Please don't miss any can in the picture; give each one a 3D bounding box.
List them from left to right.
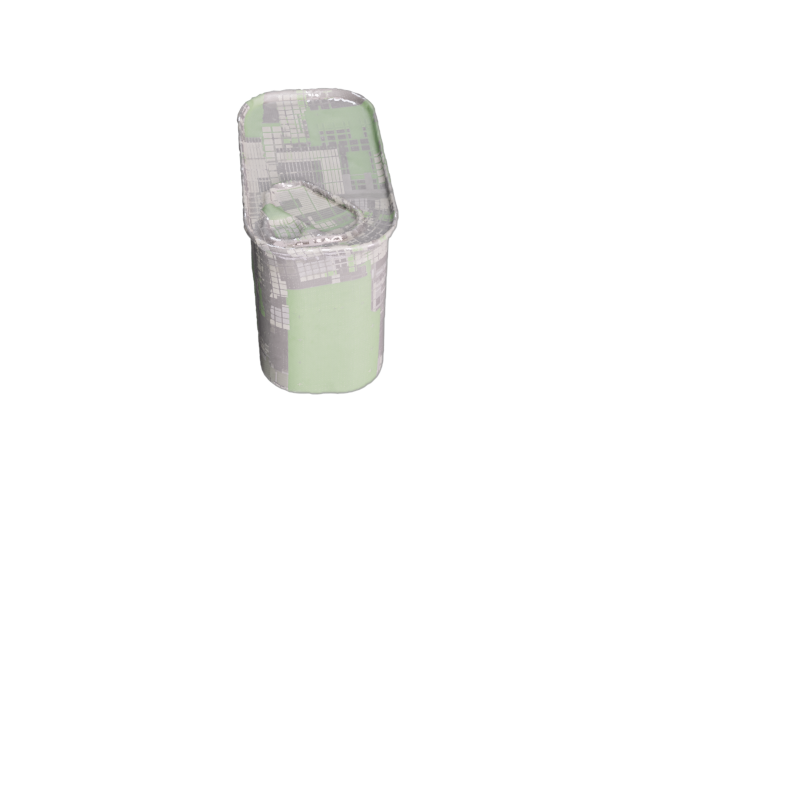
[{"bbox_3d":[-0.036,-0.065,0.457,0.057,0.110,0.078,-4,-44,-7],"label":"can"}]
